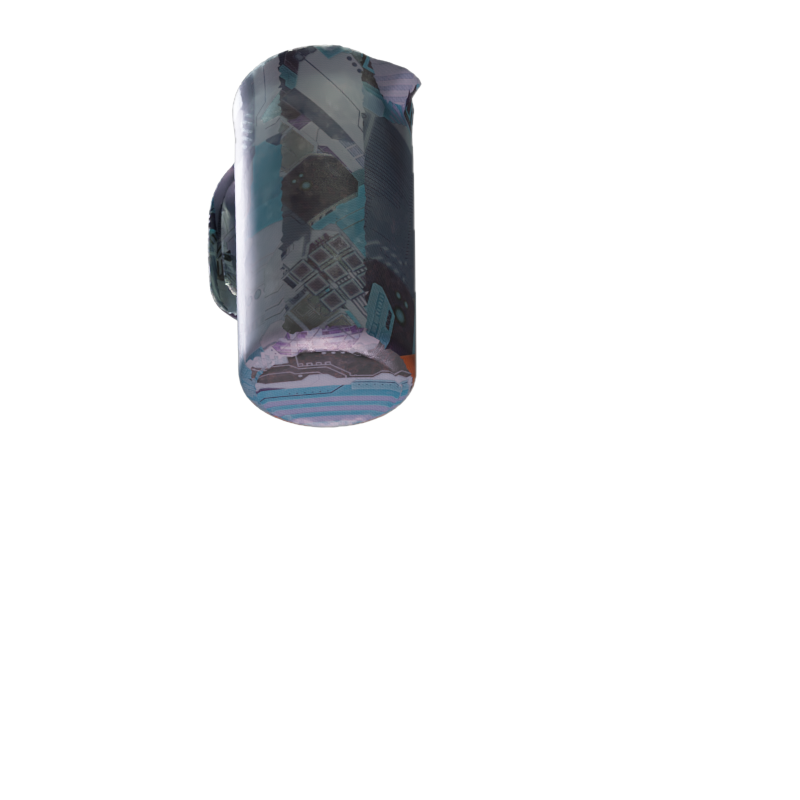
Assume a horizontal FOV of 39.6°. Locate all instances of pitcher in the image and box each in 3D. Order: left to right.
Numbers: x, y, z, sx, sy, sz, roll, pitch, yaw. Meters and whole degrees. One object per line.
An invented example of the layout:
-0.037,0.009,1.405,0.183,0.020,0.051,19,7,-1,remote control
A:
-0.058,-0.106,0.744,0.144,0.260,0.140,3,-36,-7,pitcher
